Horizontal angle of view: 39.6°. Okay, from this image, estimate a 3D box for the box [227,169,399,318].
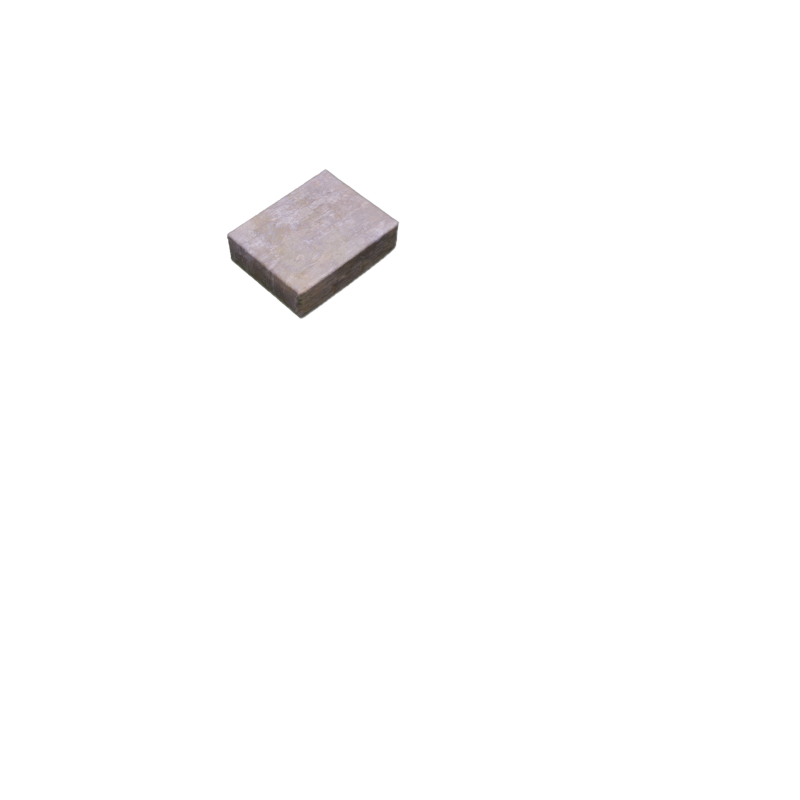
[{"bbox_3d":[-0.071,-0.130,0.910,0.114,0.036,0.096,-37,60,-27],"label":"box"}]
